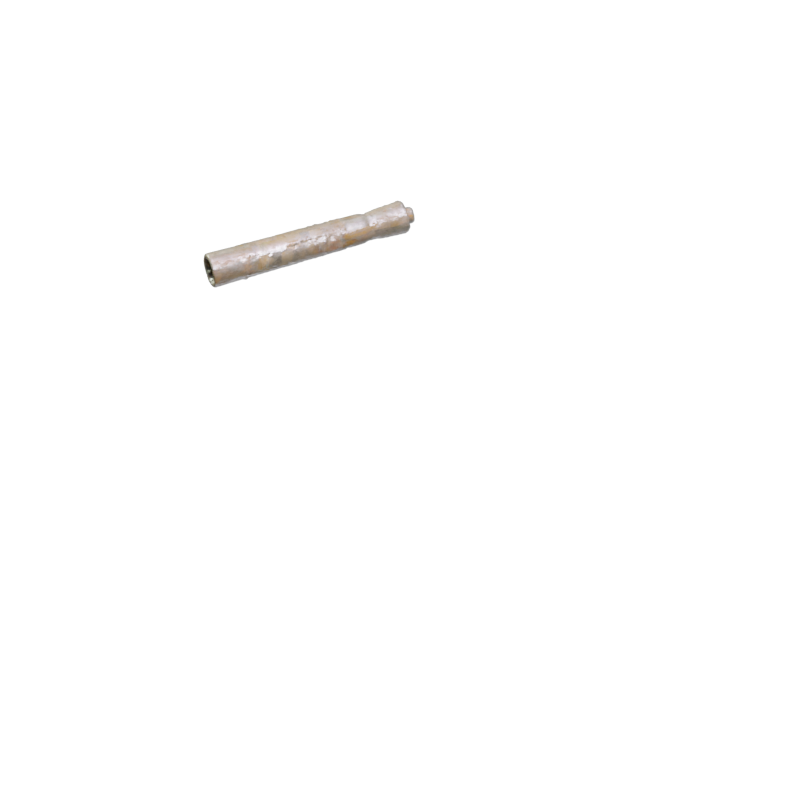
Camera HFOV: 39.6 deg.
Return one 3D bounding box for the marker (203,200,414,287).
[{"bbox_3d":[-0.047,-0.087,0.606,0.120,0.019,0.020,-18,10,-18],"label":"marker"}]
